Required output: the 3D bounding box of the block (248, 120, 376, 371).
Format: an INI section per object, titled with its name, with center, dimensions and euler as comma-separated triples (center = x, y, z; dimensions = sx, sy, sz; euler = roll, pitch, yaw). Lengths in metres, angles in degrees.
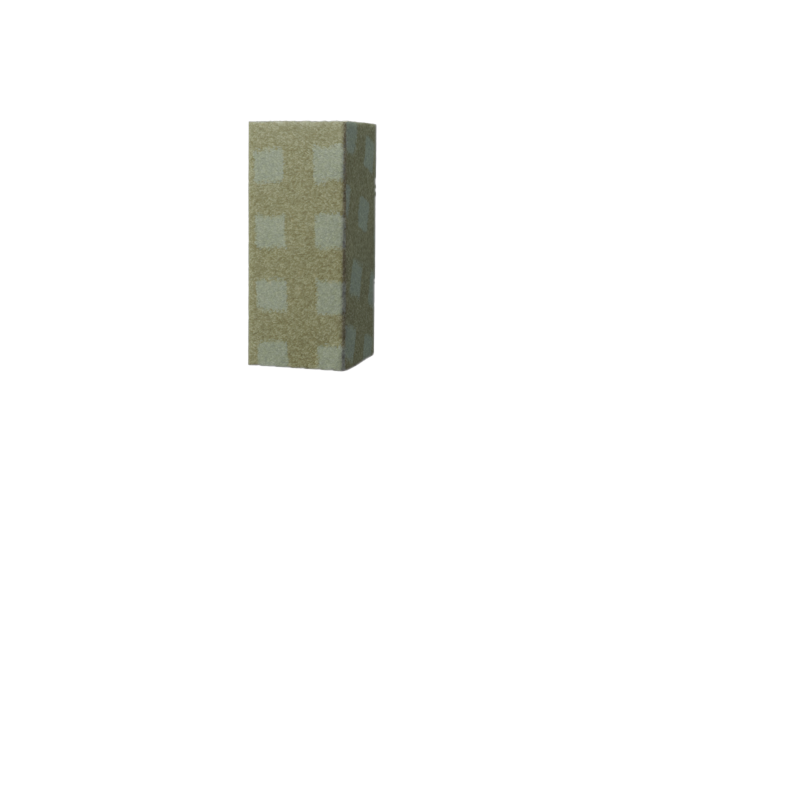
[block]
center = -0.075, -0.137, 0.959
dimensions = 0.093, 0.204, 0.089
euler = 2, 6, 17
